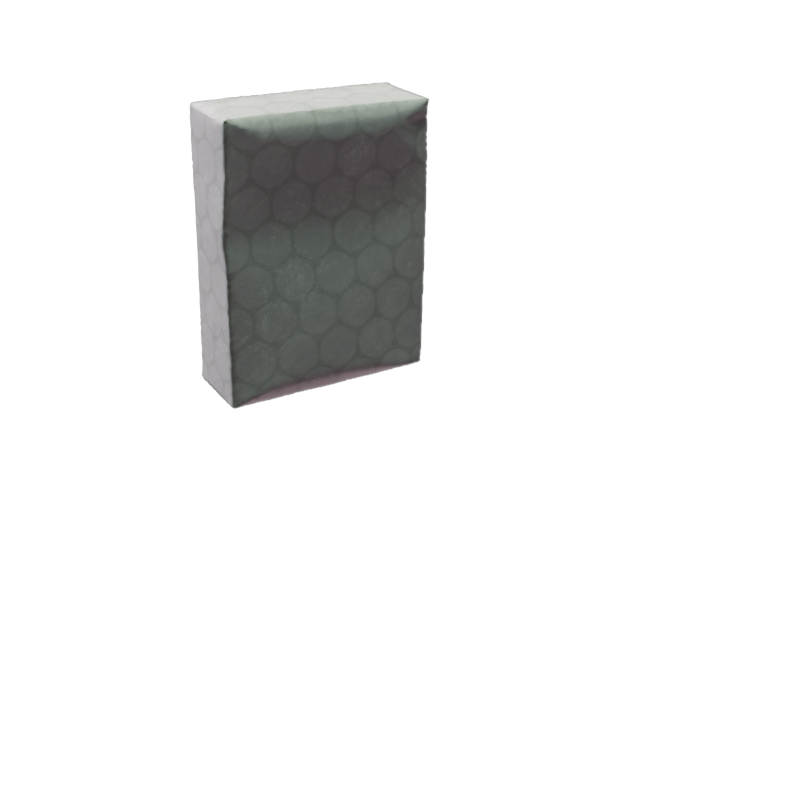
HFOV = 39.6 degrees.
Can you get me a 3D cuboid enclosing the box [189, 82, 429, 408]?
[{"bbox_3d":[-0.064,-0.116,0.816,0.161,0.204,0.077,-11,24,-27],"label":"box"}]
